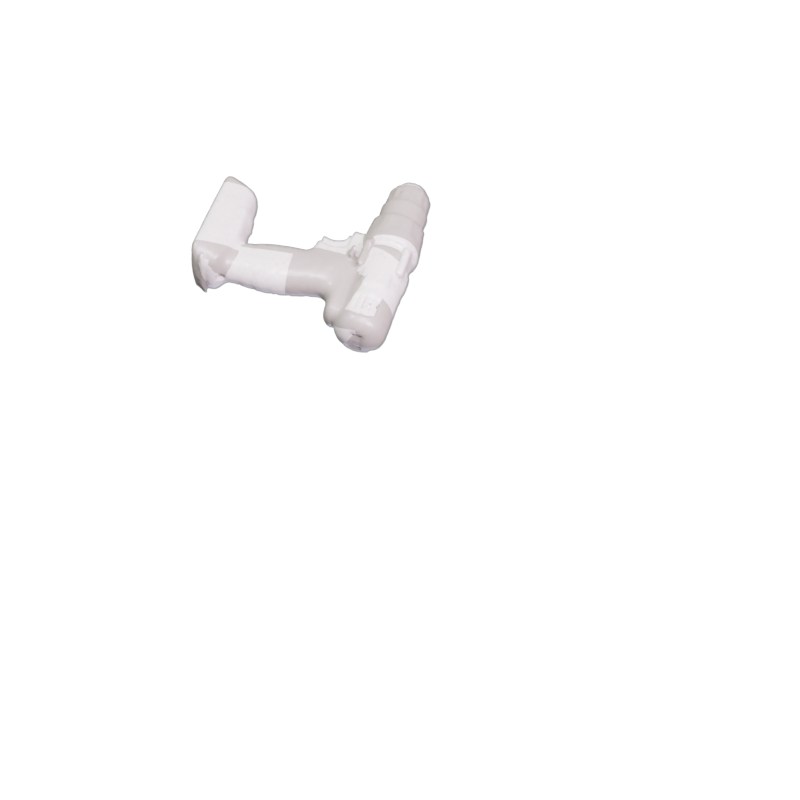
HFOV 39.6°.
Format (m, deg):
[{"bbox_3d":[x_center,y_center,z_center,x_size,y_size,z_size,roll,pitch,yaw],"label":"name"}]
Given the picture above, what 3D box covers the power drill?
[{"bbox_3d":[-0.077,-0.140,0.978,0.192,0.194,0.053,13,-38,10],"label":"power drill"}]
